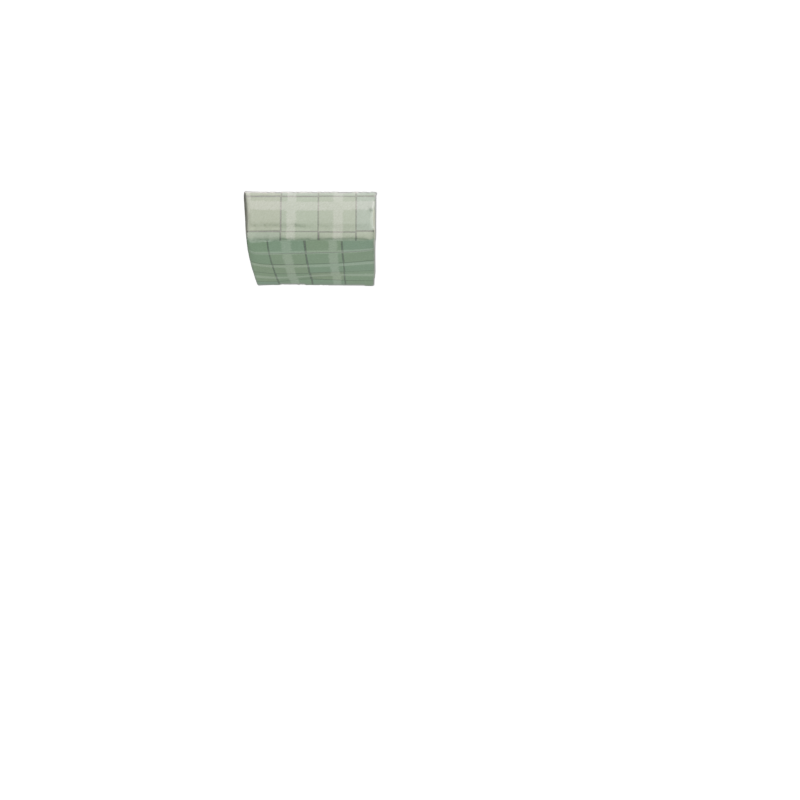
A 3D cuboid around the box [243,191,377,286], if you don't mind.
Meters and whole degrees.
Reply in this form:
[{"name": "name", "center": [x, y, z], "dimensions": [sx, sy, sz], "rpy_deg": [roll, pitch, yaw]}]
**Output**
[{"name": "box", "center": [-0.061, -0.112, 0.781], "dimensions": [0.090, 0.040, 0.110], "rpy_deg": [0, -10, -1]}]
